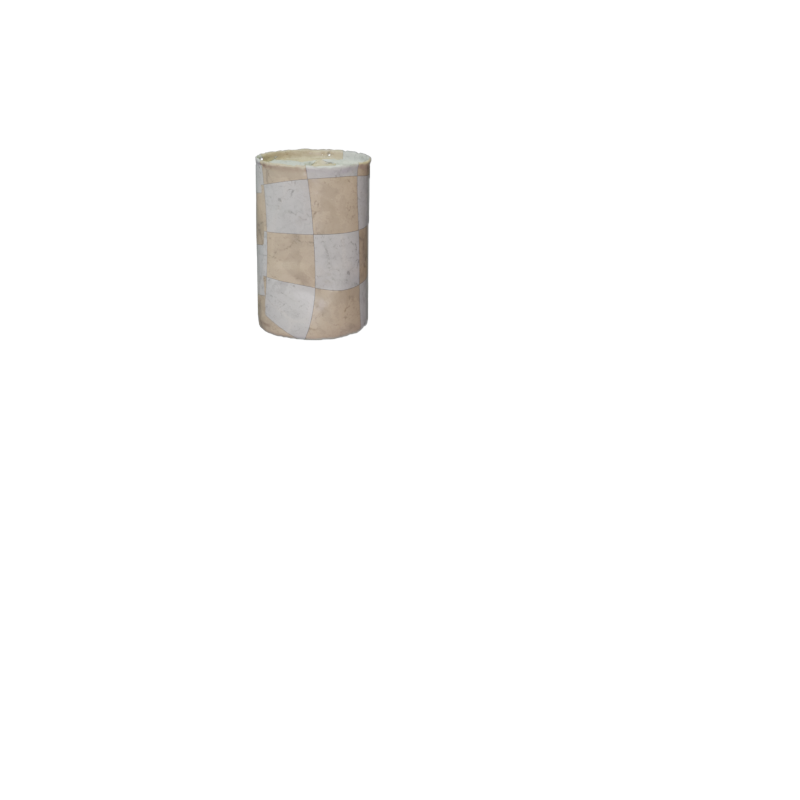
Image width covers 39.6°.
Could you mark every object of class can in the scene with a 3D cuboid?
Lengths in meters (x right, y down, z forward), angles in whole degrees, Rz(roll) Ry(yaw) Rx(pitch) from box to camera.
[{"bbox_3d":[-0.051,-0.094,0.656,0.068,0.099,0.071,0,15,-2],"label":"can"}]
